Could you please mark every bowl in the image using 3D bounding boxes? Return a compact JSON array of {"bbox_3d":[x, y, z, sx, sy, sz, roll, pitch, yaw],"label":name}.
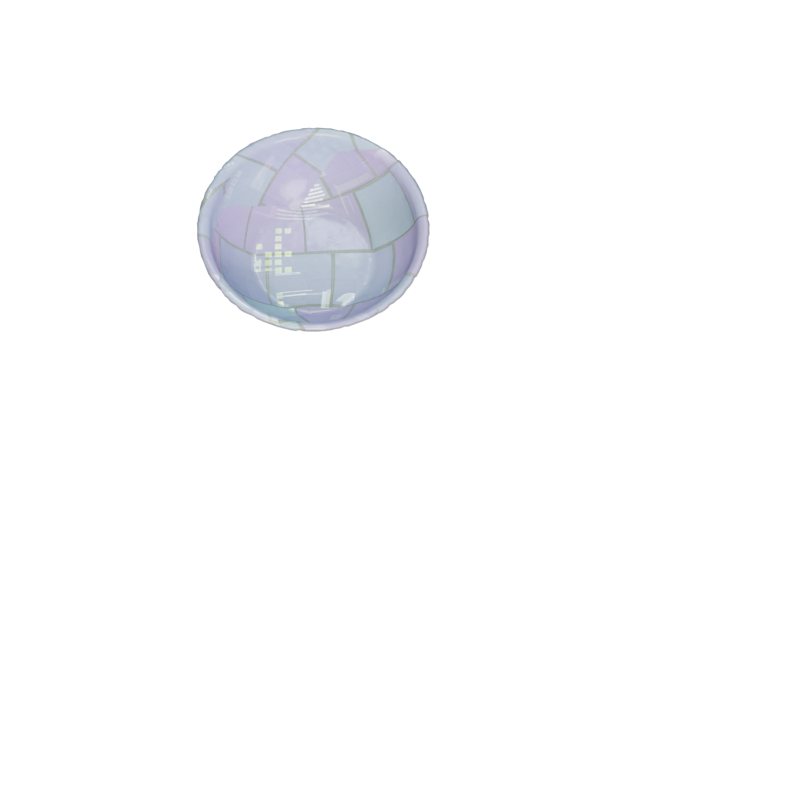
[{"bbox_3d":[-0.062,-0.113,0.791,0.162,0.172,0.052,-1,-26,-1],"label":"bowl"}]
